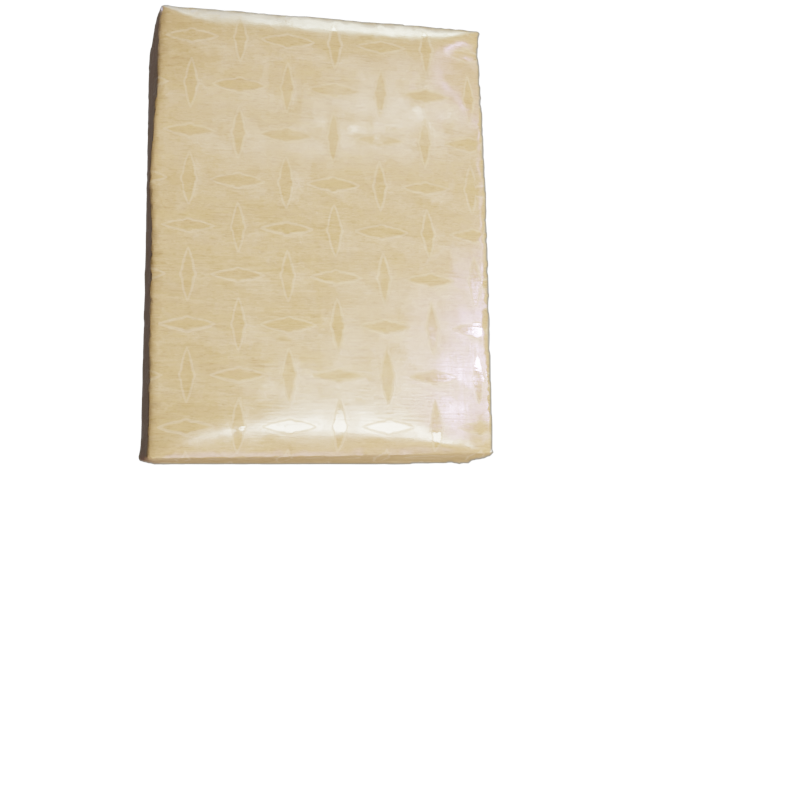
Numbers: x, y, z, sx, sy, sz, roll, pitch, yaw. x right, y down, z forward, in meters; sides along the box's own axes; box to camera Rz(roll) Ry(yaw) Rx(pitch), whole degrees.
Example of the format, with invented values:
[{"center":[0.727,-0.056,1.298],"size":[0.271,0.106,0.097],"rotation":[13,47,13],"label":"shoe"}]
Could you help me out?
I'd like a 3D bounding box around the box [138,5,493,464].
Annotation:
[{"center":[-0.043,-0.078,0.543],"size":[0.161,0.219,0.071],"rotation":[1,-10,-13],"label":"box"}]
